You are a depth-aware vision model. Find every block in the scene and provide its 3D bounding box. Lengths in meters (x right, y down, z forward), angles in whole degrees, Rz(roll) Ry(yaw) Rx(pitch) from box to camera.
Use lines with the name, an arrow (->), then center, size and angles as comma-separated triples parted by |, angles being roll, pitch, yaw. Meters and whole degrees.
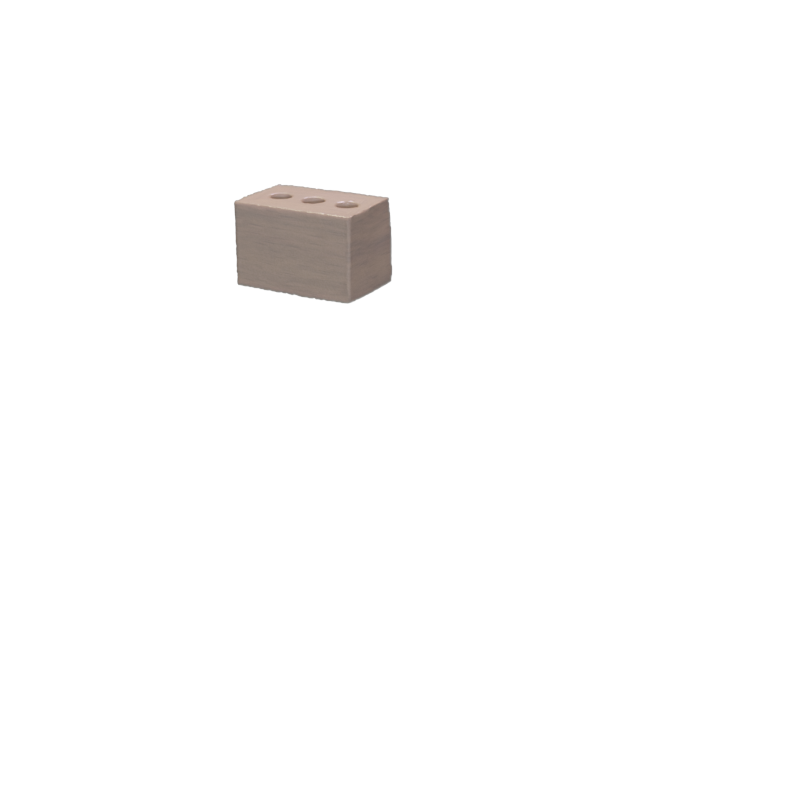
block -> -0.050, -0.092, 0.642 | 0.081, 0.049, 0.053 | 11, 22, 26
